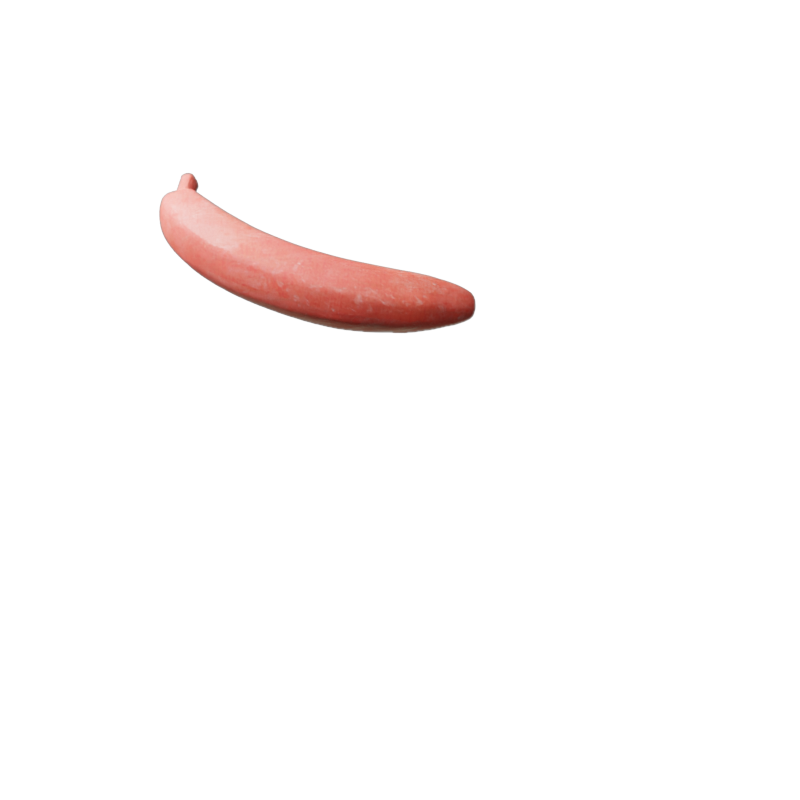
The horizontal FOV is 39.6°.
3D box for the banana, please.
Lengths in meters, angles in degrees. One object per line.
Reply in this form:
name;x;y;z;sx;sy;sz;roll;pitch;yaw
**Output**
banana;-0.060;-0.075;0.588;0.208;0.034;0.071;27;52;23
